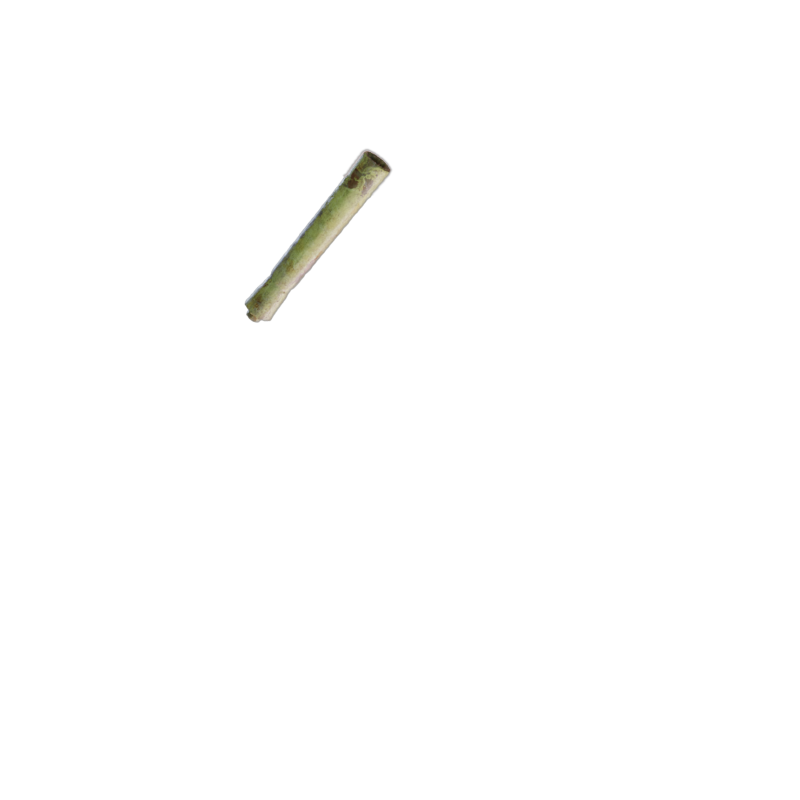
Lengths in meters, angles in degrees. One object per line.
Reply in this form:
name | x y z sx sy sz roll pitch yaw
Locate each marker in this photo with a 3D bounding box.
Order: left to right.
marker | -0.049 -0.090 0.627 0.019 0.119 0.021 34 21 -19
